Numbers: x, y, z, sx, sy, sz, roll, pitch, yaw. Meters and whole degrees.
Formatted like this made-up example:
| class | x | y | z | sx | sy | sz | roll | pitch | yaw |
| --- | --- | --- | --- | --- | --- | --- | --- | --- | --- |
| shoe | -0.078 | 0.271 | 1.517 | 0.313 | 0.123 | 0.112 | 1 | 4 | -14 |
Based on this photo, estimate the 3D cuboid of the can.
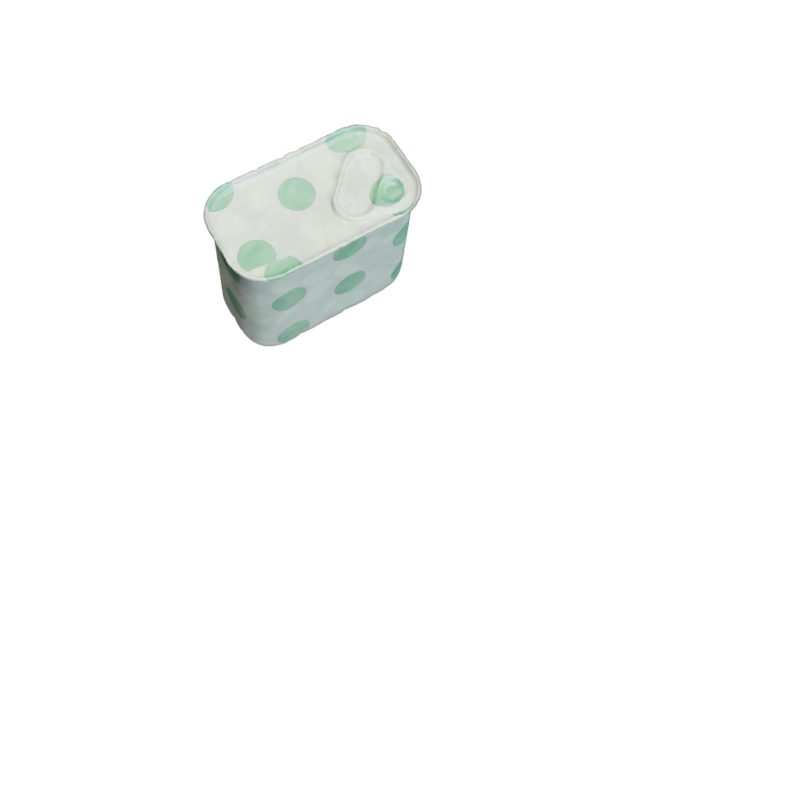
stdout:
| class | x | y | z | sx | sy | sz | roll | pitch | yaw |
| --- | --- | --- | --- | --- | --- | --- | --- | --- | --- |
| can | -0.044 | -0.080 | 0.558 | 0.102 | 0.061 | 0.079 | -29 | -20 | -14 |
